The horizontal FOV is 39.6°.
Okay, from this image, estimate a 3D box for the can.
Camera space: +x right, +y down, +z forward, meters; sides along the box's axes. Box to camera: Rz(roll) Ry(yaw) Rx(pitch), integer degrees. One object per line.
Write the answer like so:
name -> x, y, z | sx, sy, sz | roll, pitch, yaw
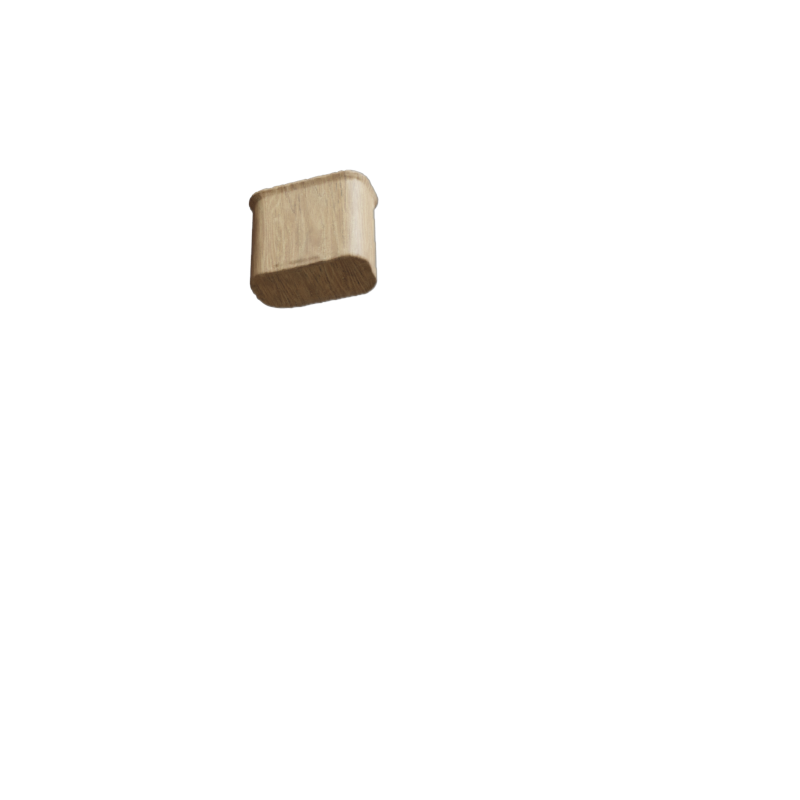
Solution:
can -> -0.068, -0.124, 0.868 | 0.103, 0.090, 0.053 | -11, -36, 14
